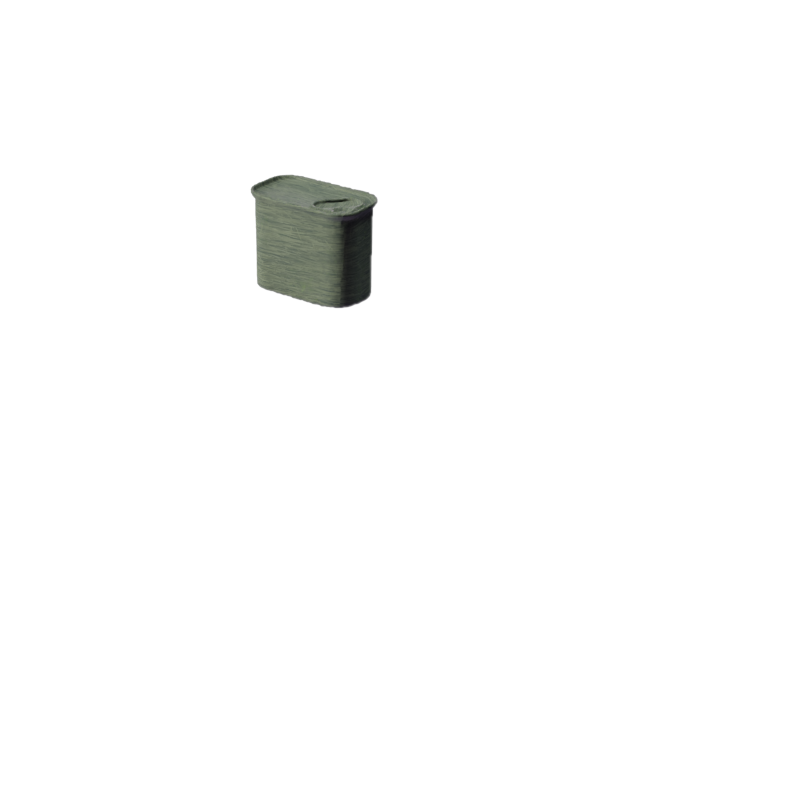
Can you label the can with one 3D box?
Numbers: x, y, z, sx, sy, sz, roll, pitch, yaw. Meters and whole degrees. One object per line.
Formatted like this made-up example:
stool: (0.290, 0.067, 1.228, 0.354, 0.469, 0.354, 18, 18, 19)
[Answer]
can: (-0.070, -0.128, 0.894, 0.107, 0.079, 0.058, 18, 30, 30)
